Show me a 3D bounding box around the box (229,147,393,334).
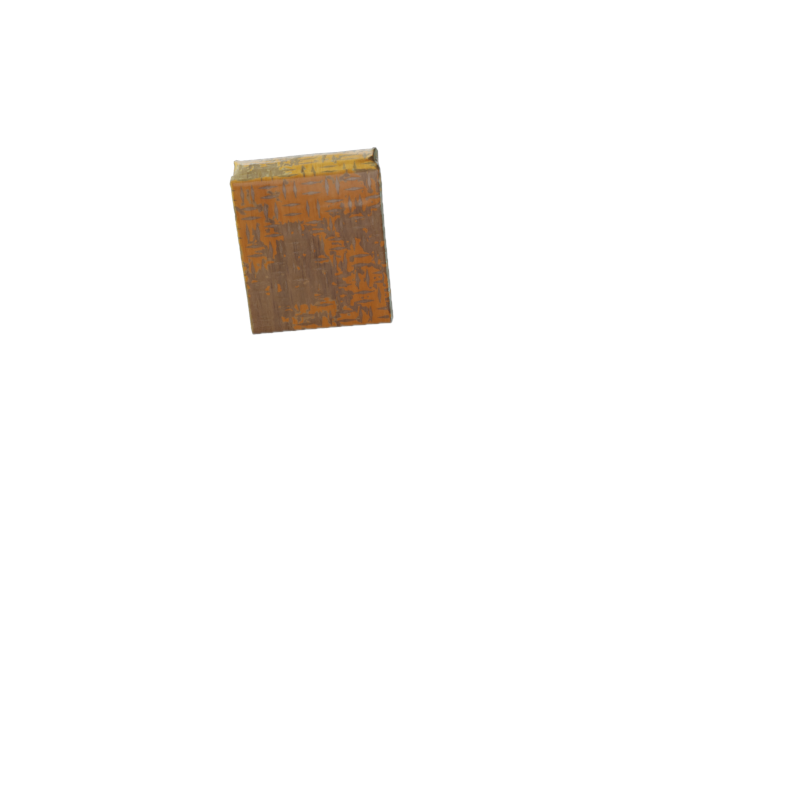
[{"bbox_3d":[-0.044,-0.080,0.558,0.073,0.084,0.032,-5,27,2],"label":"box"}]
